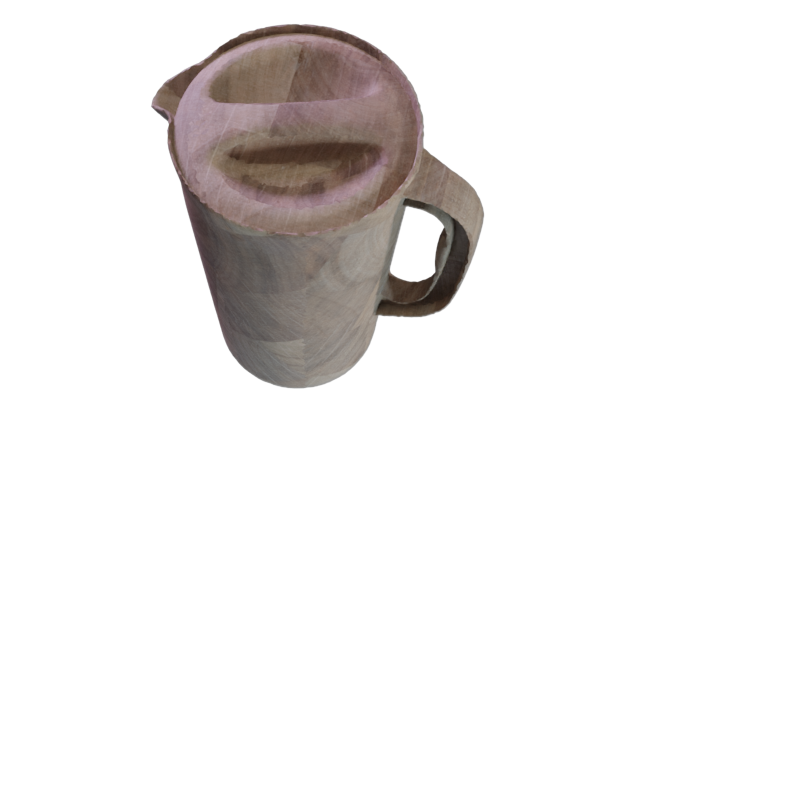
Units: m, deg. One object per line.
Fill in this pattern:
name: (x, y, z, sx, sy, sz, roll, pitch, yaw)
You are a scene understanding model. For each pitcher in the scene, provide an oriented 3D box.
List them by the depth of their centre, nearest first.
pitcher: (-0.052, -0.095, 0.666, 0.144, 0.158, 0.230, -21, -22, -12)
